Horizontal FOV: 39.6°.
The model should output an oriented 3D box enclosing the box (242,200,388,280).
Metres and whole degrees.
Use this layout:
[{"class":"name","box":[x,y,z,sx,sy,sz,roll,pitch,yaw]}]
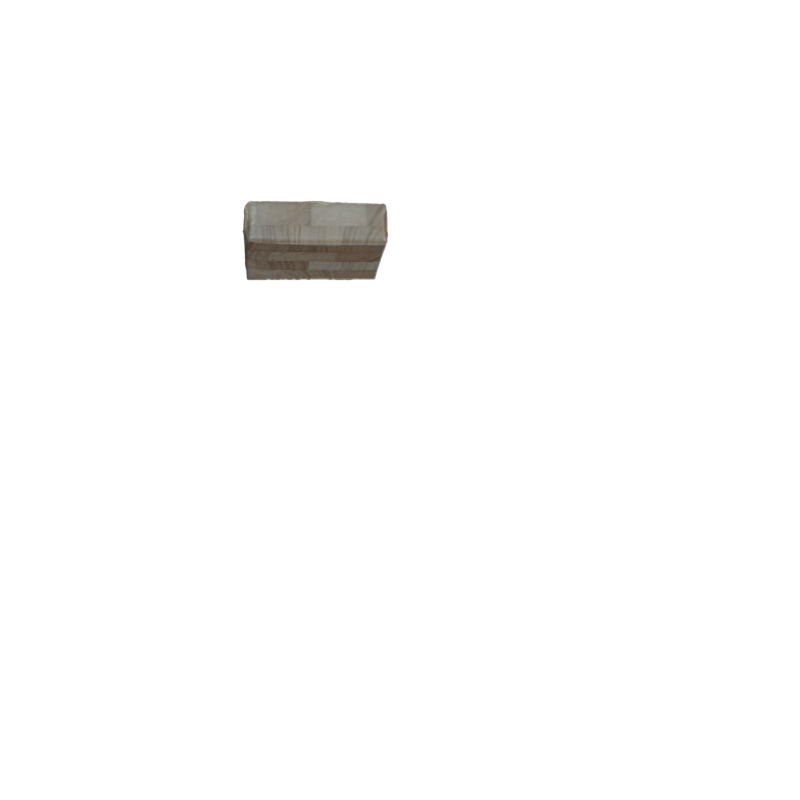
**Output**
[{"class":"box","box":[-0.056,-0.102,0.711,0.089,0.031,0.071,1,-14,-4]}]
